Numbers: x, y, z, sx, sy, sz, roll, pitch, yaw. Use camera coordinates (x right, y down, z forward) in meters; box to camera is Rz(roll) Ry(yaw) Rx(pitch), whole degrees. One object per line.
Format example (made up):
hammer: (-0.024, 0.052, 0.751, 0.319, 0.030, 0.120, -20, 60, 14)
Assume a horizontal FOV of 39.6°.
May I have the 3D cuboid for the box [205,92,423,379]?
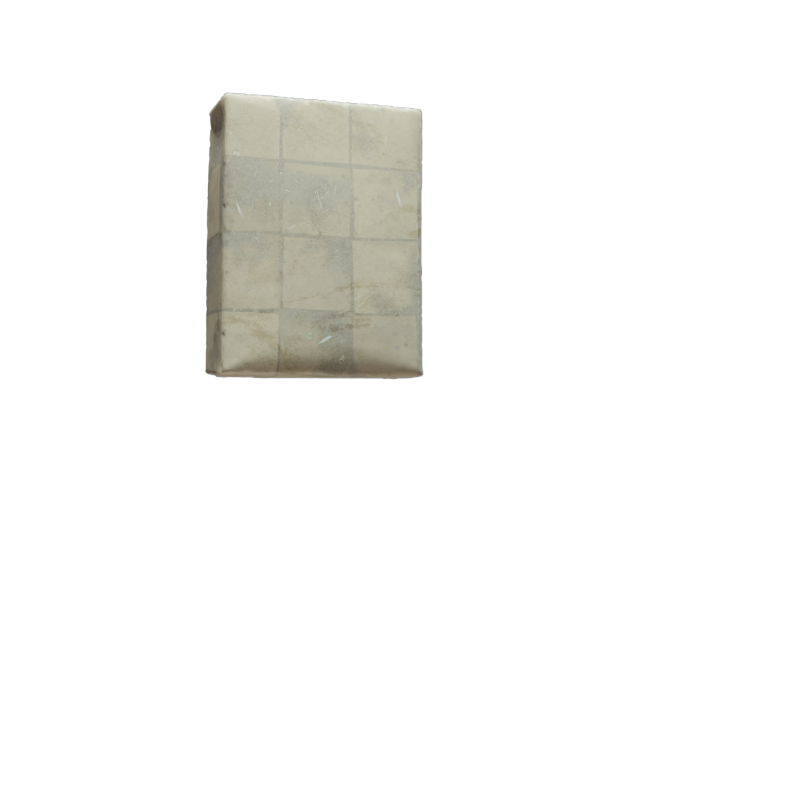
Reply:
box: (-0.068, -0.125, 0.874, 0.160, 0.218, 0.072, 1, -7, -19)
